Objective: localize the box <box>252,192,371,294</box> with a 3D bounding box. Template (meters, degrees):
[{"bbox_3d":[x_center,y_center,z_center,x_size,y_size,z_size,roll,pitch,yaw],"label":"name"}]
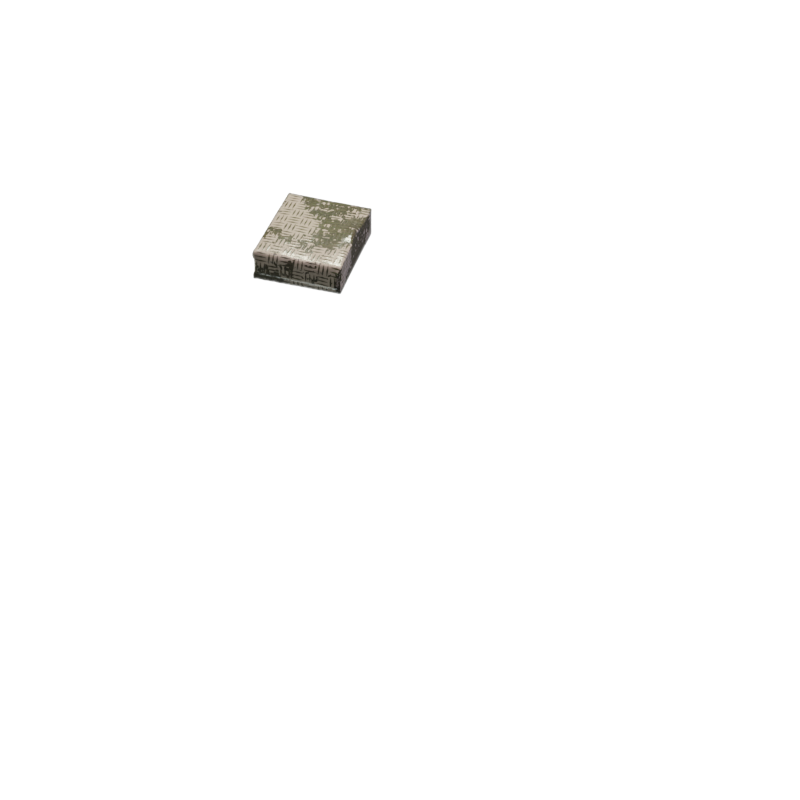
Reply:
[{"bbox_3d":[-0.070,-0.127,0.889,0.075,0.028,0.093,11,42,12],"label":"box"}]
